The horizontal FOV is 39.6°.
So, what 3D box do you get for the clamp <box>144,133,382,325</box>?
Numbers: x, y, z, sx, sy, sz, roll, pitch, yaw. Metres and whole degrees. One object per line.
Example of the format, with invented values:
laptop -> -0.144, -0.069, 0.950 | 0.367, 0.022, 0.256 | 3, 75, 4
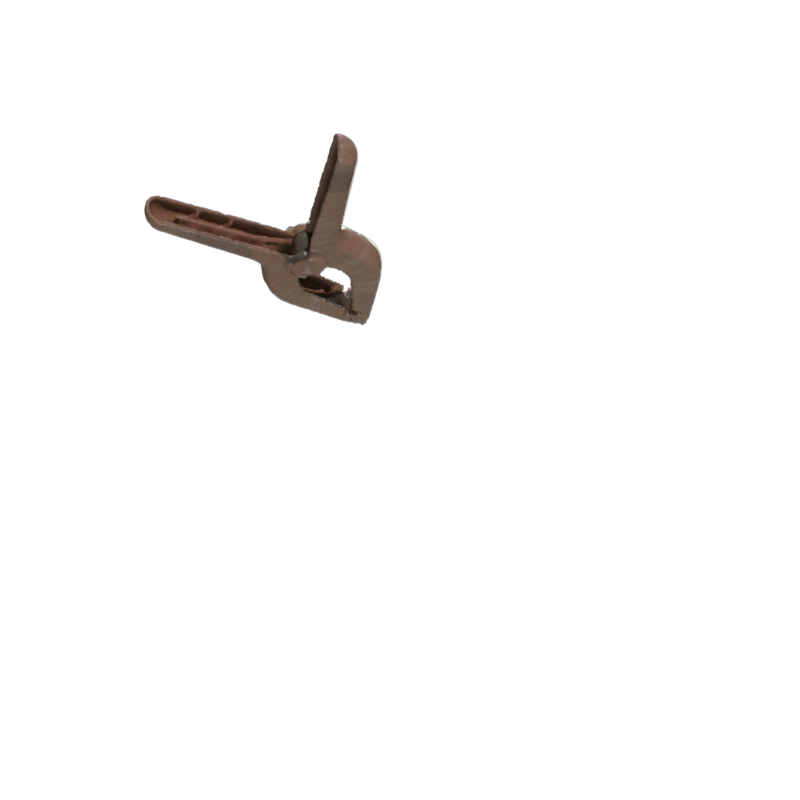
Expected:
clamp -> -0.065, -0.119, 0.831 | 0.166, 0.039, 0.195 | -17, -34, 27
